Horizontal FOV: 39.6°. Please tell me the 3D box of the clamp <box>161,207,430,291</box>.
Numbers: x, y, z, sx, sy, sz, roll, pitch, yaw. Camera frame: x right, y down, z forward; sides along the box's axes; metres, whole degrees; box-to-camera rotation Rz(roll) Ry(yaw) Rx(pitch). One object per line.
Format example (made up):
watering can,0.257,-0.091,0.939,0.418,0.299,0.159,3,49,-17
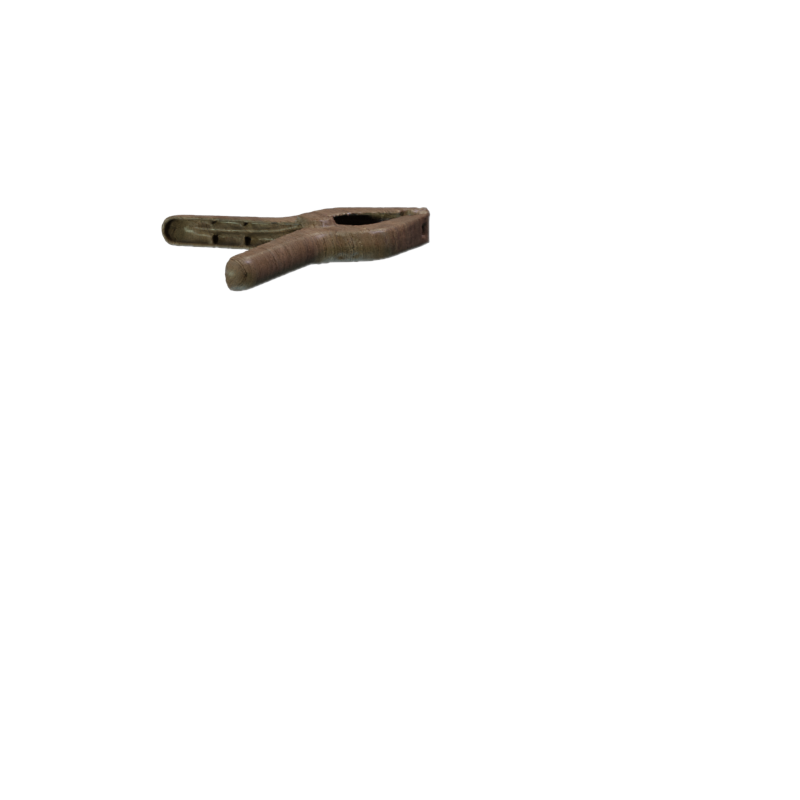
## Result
clamp,-0.067,-0.122,0.854,0.206,0.035,0.175,-7,23,-18
